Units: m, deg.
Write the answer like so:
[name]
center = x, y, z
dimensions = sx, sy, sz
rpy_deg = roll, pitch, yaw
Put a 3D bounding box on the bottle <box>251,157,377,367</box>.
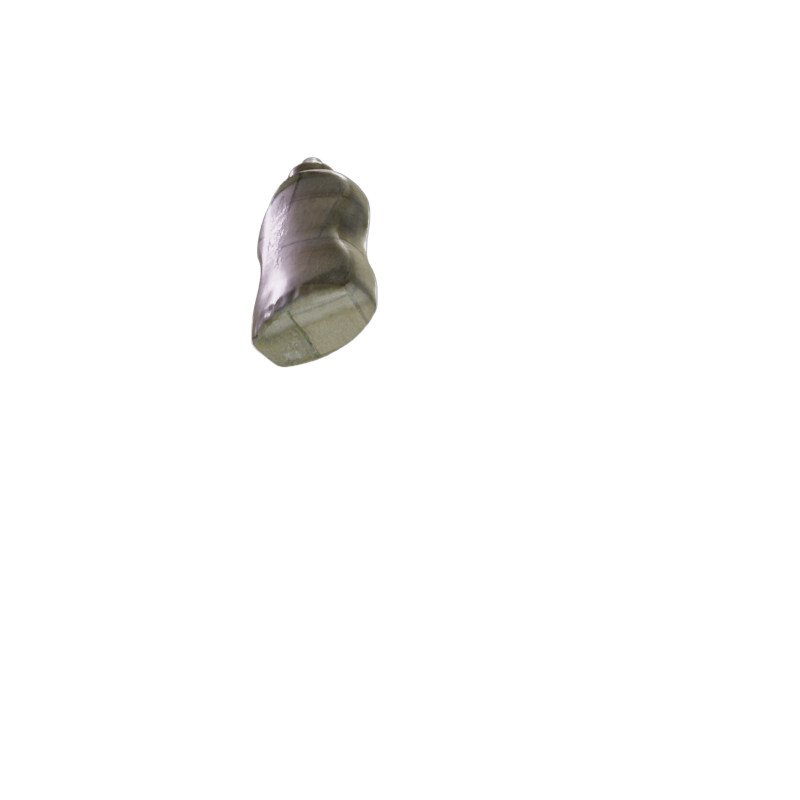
[bottle]
center = -0.066, -0.120, 0.842
dimensions = 0.095, 0.206, 0.054
rpy_deg = -32, -51, 25
